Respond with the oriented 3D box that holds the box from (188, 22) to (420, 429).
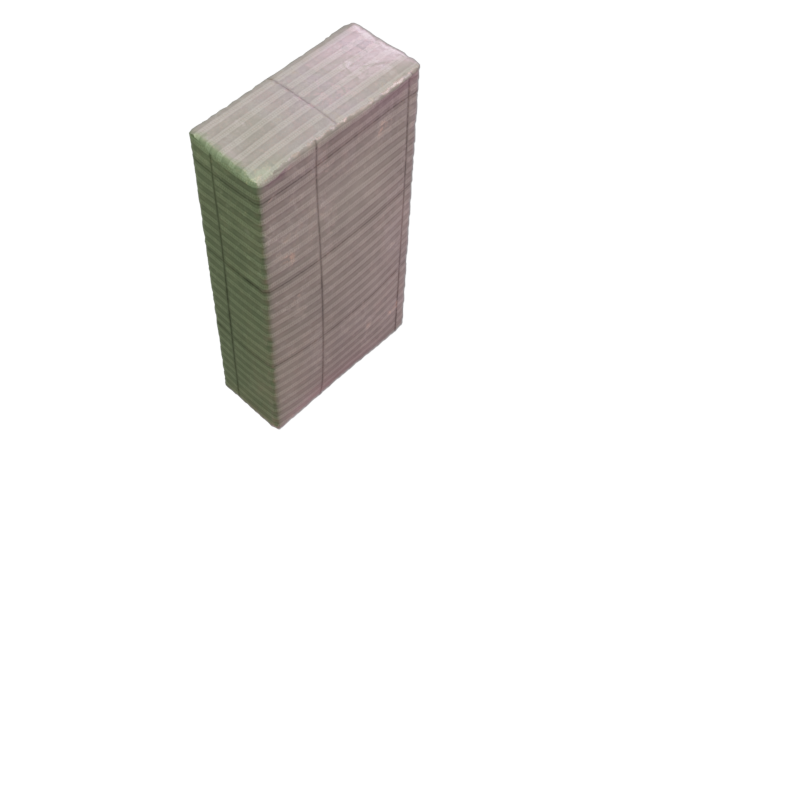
[{"bbox_3d":[-0.038,-0.070,0.492,0.051,0.094,0.165,39,-27,19],"label":"box"}]
